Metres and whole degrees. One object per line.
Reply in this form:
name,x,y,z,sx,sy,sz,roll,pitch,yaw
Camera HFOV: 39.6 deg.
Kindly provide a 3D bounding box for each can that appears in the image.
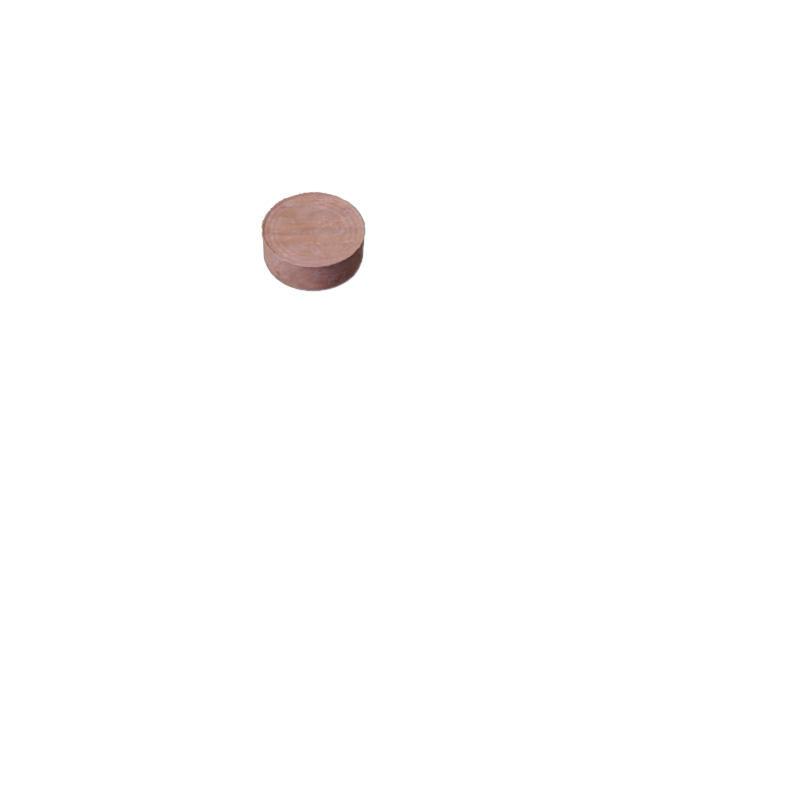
can,-0.072,-0.132,0.923,0.086,0.092,0.031,-1,-40,-1
